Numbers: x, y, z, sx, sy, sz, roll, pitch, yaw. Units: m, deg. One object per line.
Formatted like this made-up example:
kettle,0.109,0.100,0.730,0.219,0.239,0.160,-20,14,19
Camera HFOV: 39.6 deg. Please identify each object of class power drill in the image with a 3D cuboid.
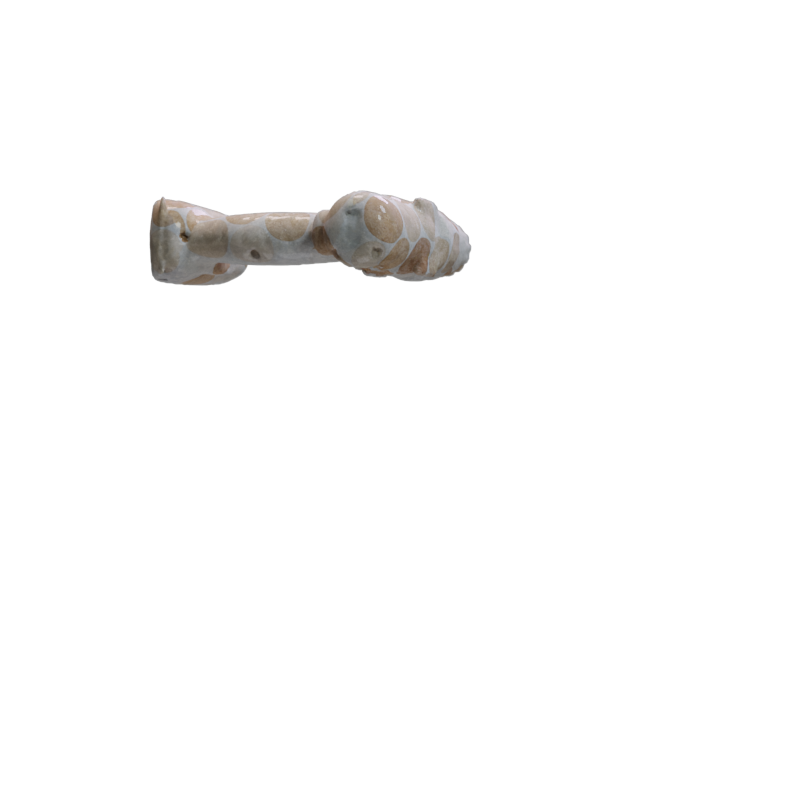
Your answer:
power drill,-0.058,-0.107,0.747,0.193,0.058,0.178,0,0,23
